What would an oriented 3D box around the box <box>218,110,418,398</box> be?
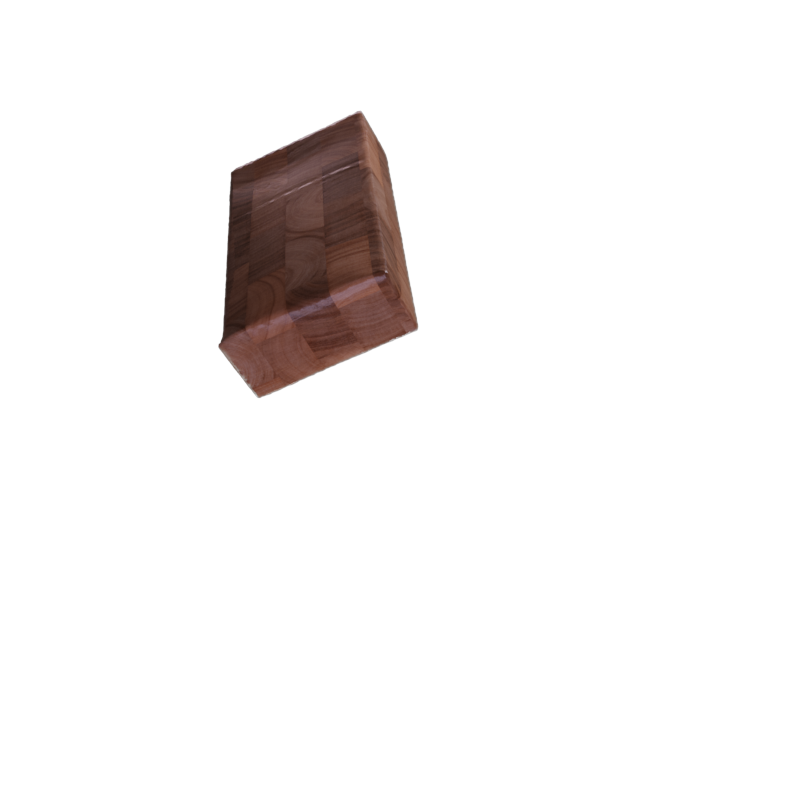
[{"bbox_3d":[-0.047,-0.087,0.607,0.094,0.045,0.188,-23,34,12],"label":"box"}]
